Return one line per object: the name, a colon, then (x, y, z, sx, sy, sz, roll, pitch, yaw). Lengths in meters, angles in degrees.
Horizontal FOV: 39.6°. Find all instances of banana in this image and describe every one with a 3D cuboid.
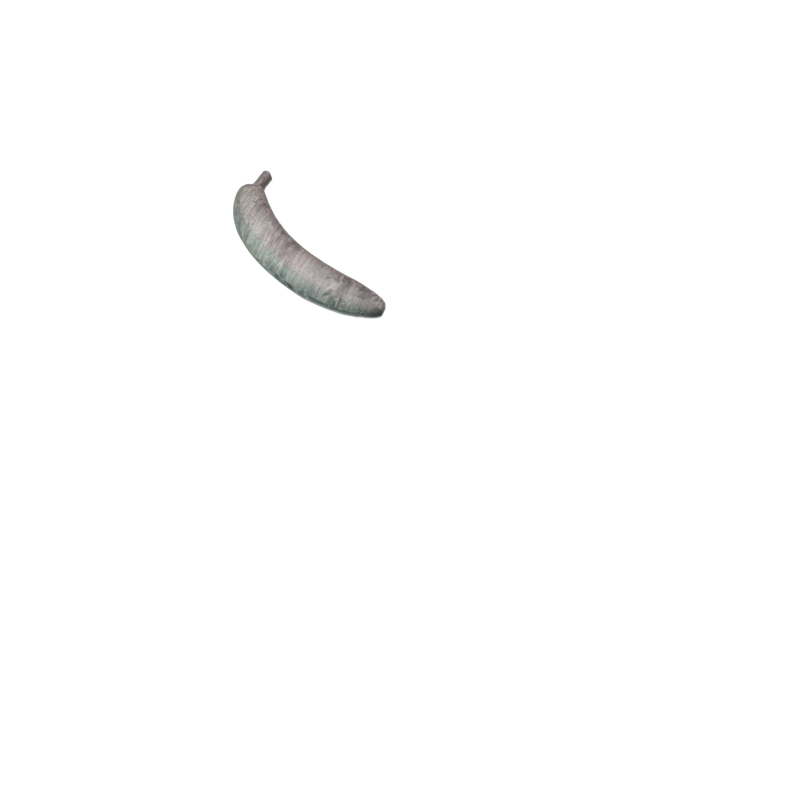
banana: (-0.094, -0.135, 0.981, 0.069, 0.212, 0.034, -29, -30, -19)
